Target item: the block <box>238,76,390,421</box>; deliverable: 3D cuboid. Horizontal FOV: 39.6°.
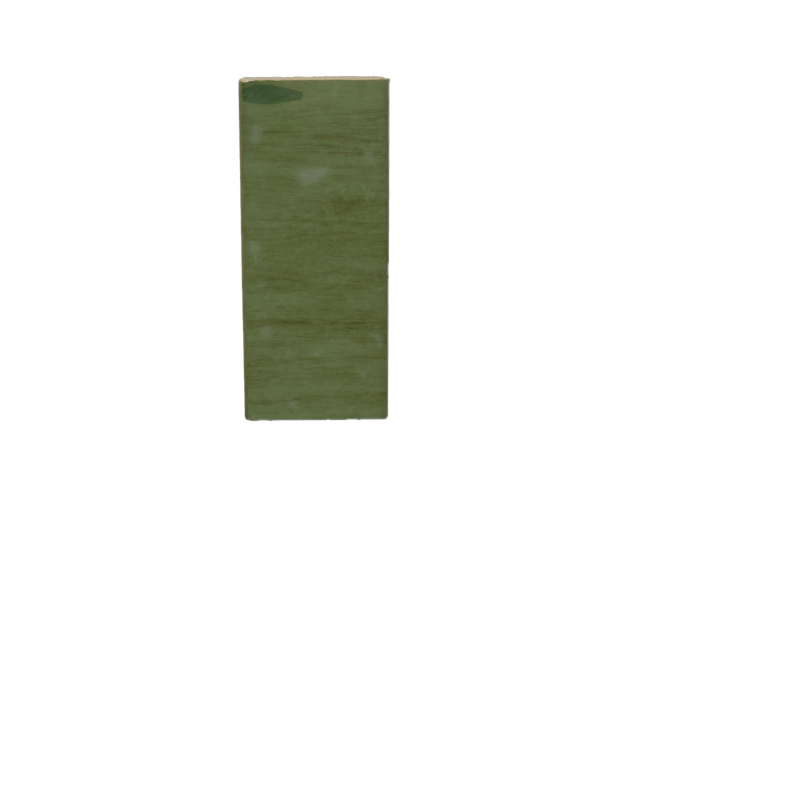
[{"bbox_3d":[-0.055,-0.100,0.700,0.090,0.201,0.093,0,11,-4],"label":"block"}]
